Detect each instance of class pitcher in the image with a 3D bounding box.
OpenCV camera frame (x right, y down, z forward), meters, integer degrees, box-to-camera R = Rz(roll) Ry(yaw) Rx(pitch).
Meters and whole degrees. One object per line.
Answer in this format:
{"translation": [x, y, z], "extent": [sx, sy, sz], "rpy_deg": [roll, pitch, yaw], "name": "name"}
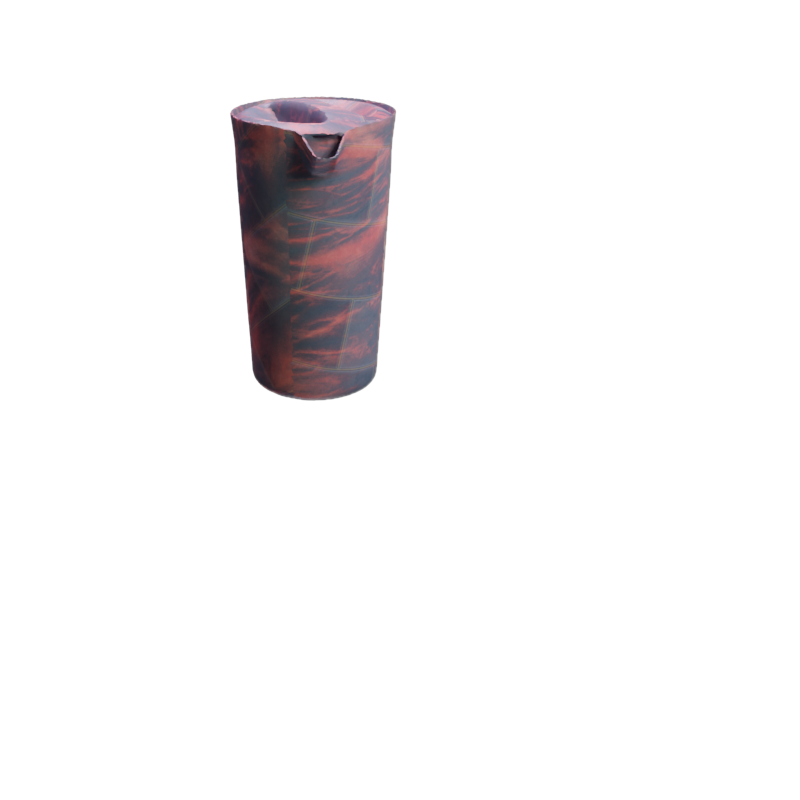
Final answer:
{"translation": [-0.073, -0.134, 0.937], "extent": [0.152, 0.233, 0.148], "rpy_deg": [15, 25, 32], "name": "pitcher"}
